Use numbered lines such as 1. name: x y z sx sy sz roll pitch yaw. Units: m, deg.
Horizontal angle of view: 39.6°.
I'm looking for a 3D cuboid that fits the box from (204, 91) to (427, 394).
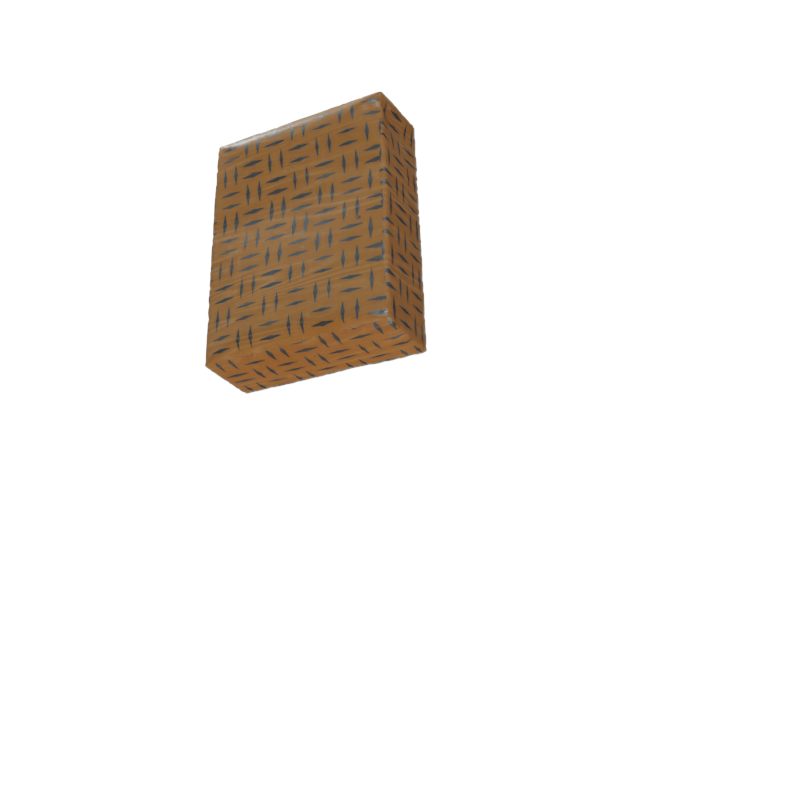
1. box: -0.070 -0.128 0.899 0.166 0.227 0.067 -14 -31 23
